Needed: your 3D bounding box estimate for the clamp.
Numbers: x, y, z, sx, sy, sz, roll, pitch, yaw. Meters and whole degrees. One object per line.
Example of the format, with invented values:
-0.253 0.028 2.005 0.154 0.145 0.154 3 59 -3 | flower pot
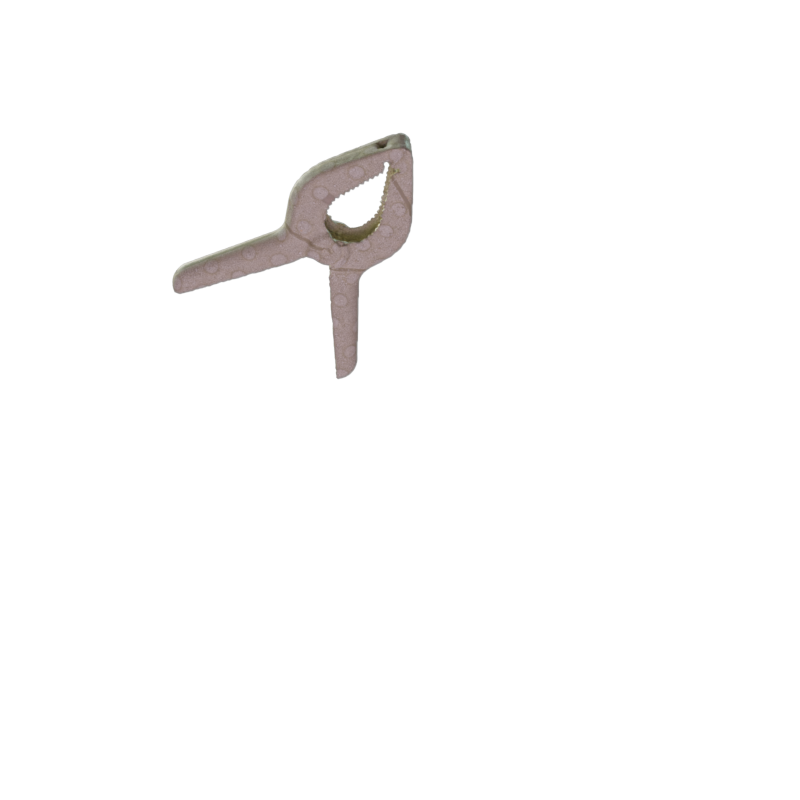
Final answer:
-0.065 -0.119 0.835 0.159 0.203 0.039 24 31 -16 | clamp
